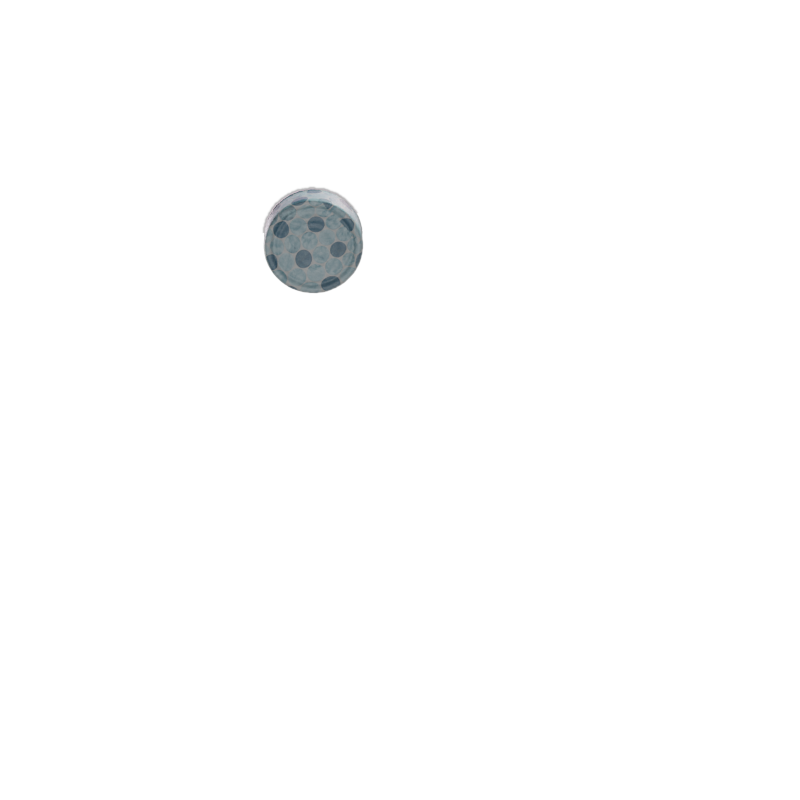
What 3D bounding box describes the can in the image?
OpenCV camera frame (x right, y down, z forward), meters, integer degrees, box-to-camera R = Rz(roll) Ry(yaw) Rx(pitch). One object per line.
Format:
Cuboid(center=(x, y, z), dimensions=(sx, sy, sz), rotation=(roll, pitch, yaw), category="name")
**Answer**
Cuboid(center=(-0.074, -0.136, 0.950), dimensions=(0.086, 0.082, 0.035), rotation=(0, 20, -1), category="can")
